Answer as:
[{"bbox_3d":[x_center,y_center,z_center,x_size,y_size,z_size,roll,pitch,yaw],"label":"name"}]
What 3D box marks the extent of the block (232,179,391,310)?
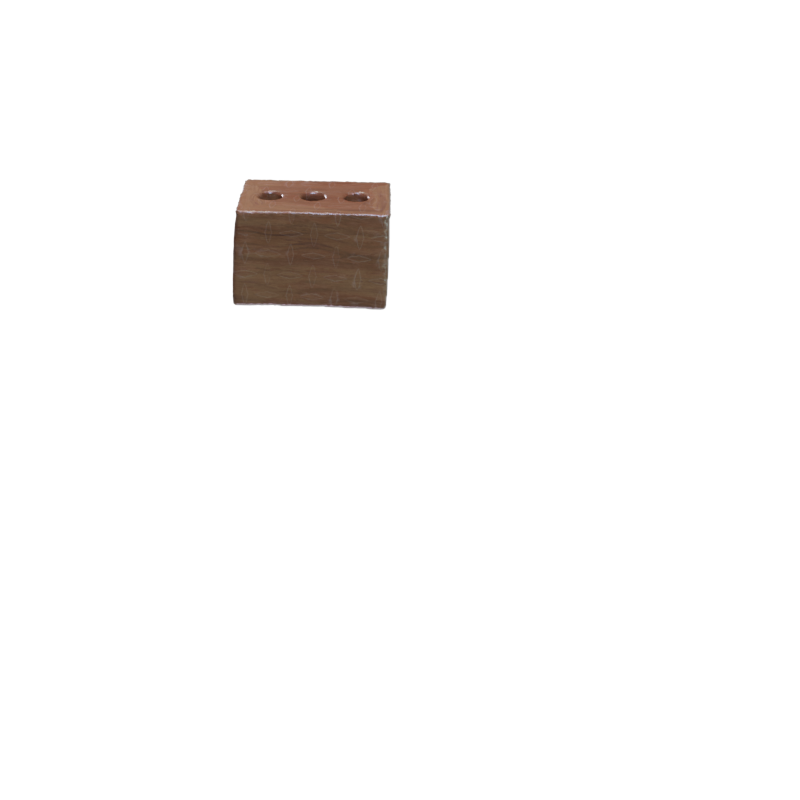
[{"bbox_3d":[-0.044,-0.081,0.567,0.078,0.049,0.055,1,27,1],"label":"block"}]
